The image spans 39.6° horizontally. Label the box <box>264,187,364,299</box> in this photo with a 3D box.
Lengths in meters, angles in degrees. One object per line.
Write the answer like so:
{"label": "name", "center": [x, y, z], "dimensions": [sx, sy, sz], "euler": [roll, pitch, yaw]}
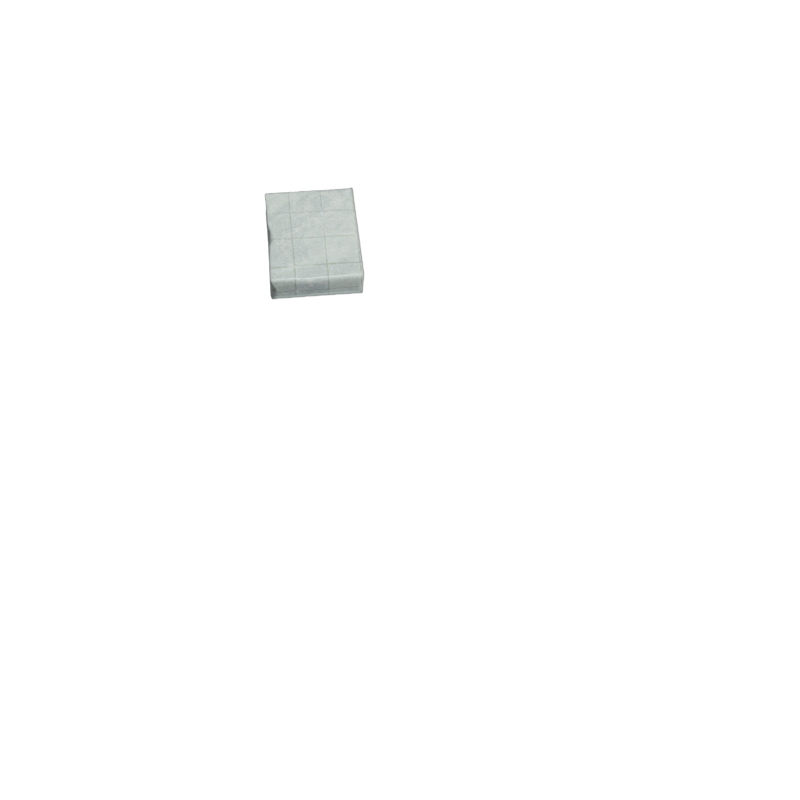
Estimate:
{"label": "box", "center": [-0.069, -0.126, 0.883], "dimensions": [0.073, 0.096, 0.028], "euler": [-4, -32, -3]}
